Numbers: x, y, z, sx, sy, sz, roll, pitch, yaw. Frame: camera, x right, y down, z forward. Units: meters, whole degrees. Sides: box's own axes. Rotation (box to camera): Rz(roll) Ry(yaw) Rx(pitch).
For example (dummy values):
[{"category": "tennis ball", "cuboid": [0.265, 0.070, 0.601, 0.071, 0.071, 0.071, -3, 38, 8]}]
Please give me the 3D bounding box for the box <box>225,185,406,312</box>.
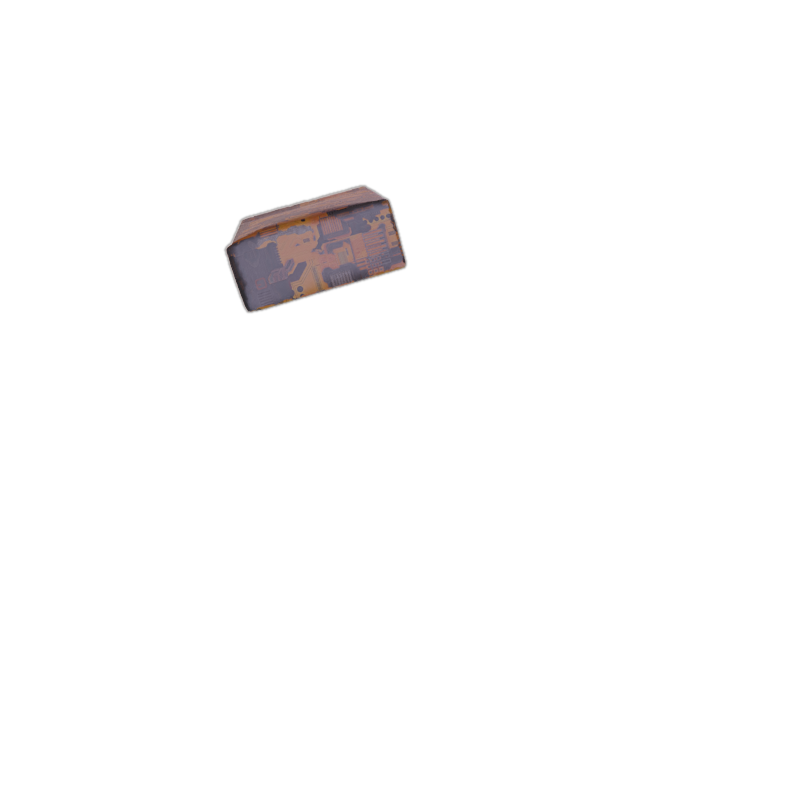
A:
[{"category": "box", "cuboid": [-0.053, -0.097, 0.680, 0.093, 0.047, 0.180, -16, 11, -1]}]
